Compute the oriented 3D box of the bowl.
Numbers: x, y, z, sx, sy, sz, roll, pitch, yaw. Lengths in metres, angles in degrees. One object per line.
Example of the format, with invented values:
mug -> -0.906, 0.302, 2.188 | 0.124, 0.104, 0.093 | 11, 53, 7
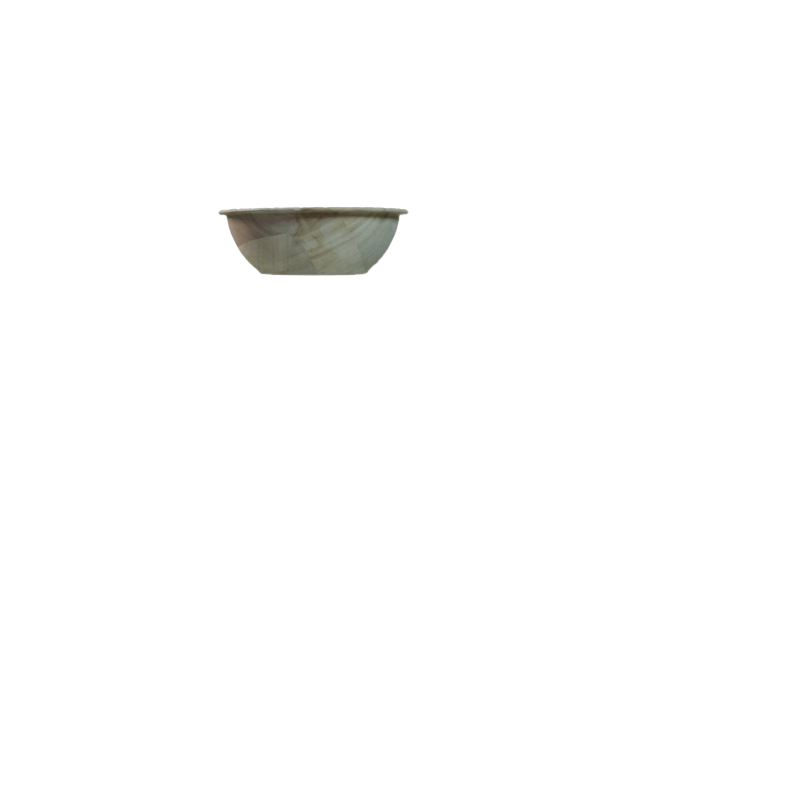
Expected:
bowl -> -0.074, -0.135, 0.944 | 0.162, 0.055, 0.164 | 0, 7, -2
